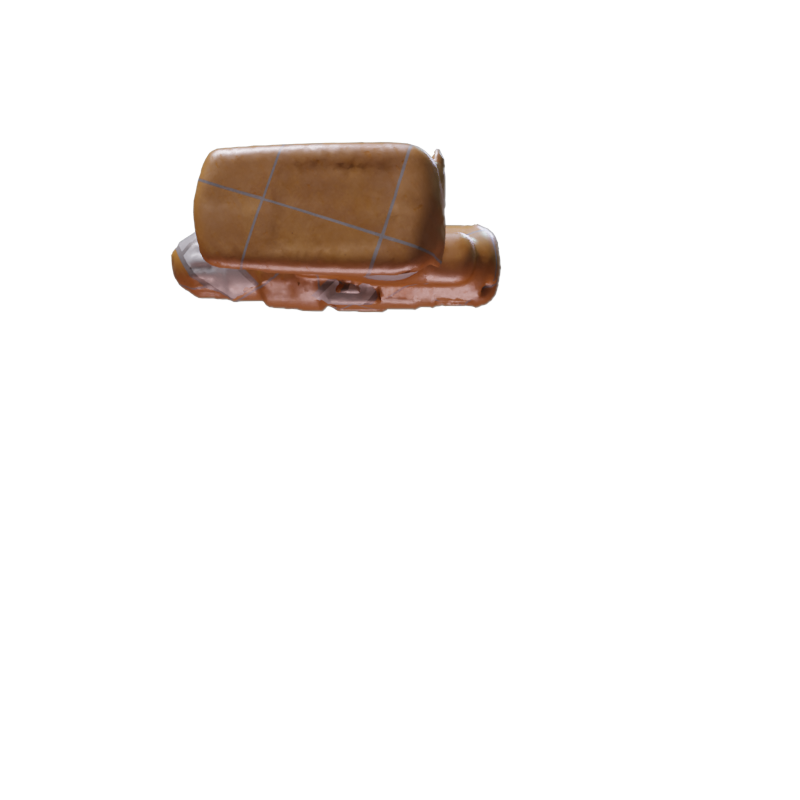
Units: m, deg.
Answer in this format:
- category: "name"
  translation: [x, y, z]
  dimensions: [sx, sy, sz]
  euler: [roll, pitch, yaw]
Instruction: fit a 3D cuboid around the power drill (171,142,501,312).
- category: "power drill"
  translation: [-0.043, -0.079, 0.552]
  dimensions: [0.186, 0.058, 0.183]
  euler: [0, -1, 7]
